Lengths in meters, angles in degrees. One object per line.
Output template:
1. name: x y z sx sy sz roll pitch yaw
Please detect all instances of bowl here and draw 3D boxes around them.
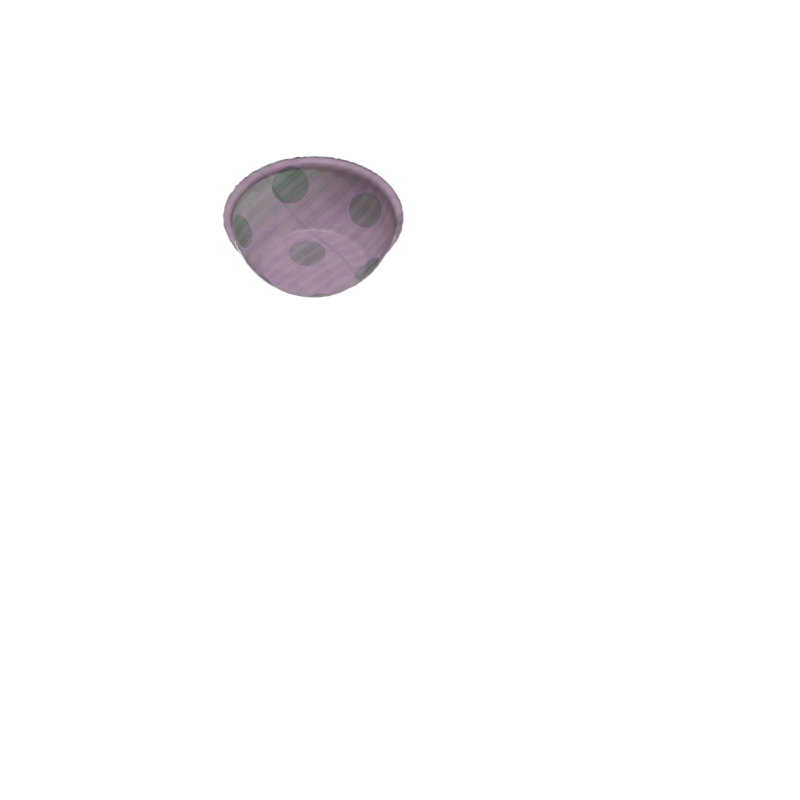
1. bowl: -0.076 -0.139 0.976 0.162 0.059 0.151 1 -37 -2
